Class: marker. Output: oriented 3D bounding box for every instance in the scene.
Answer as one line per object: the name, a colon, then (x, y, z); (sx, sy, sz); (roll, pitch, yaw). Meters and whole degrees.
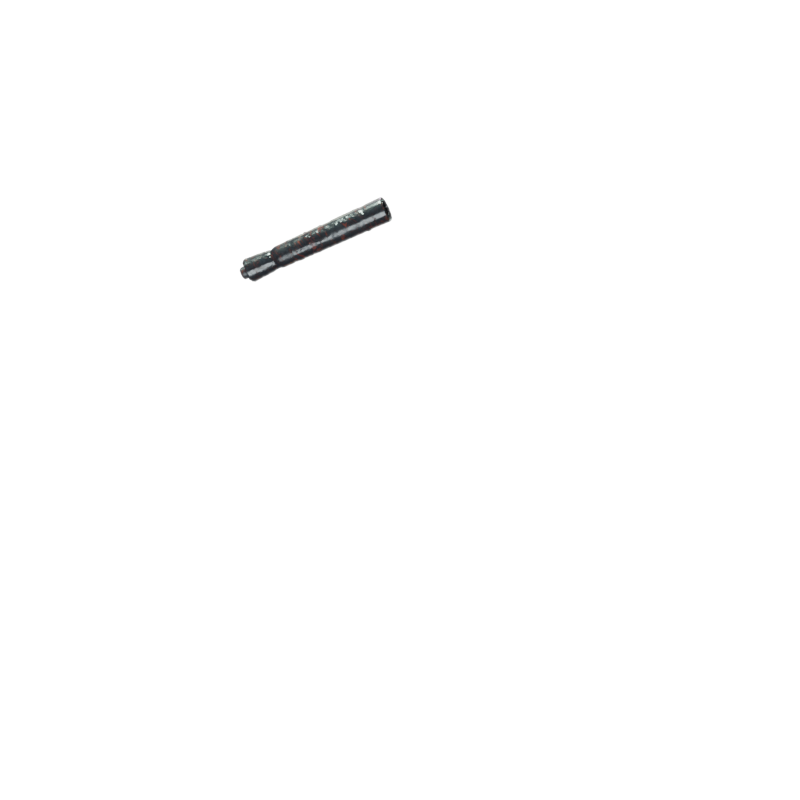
marker: (-0.064, -0.117, 0.820); (0.121, 0.020, 0.019); (-22, -2, 15)
